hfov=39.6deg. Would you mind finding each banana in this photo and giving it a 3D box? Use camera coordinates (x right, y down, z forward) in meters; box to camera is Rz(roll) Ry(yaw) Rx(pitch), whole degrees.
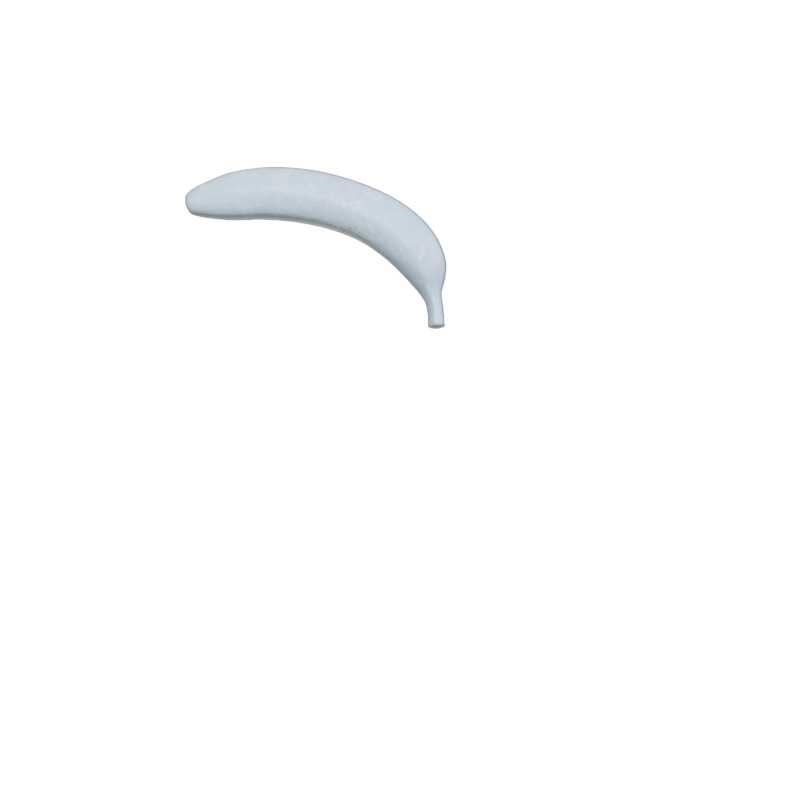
[{"bbox_3d":[-0.047,-0.121,0.753,0.202,0.072,0.035,25,-21,11],"label":"banana"}]
